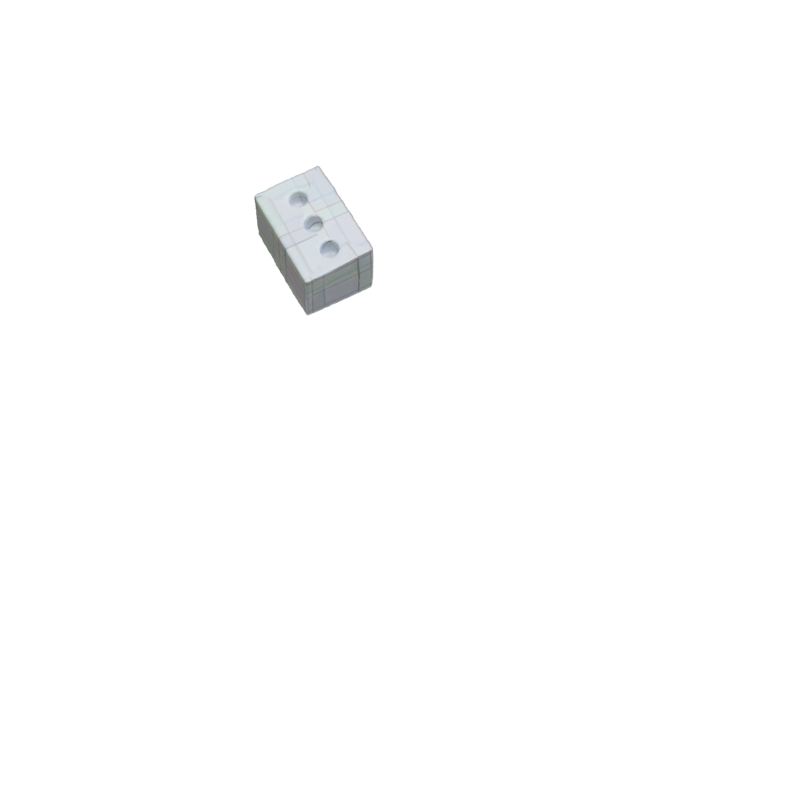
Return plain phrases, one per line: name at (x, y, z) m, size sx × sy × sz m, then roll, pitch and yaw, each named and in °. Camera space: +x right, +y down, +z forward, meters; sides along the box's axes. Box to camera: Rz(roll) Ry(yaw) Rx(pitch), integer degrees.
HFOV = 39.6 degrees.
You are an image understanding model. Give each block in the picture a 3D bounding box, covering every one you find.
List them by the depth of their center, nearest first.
block at (-0.059, -0.108, 0.759) m, size 0.053 × 0.083 × 0.048 m, roll -27°, pitch -23°, yaw -14°
